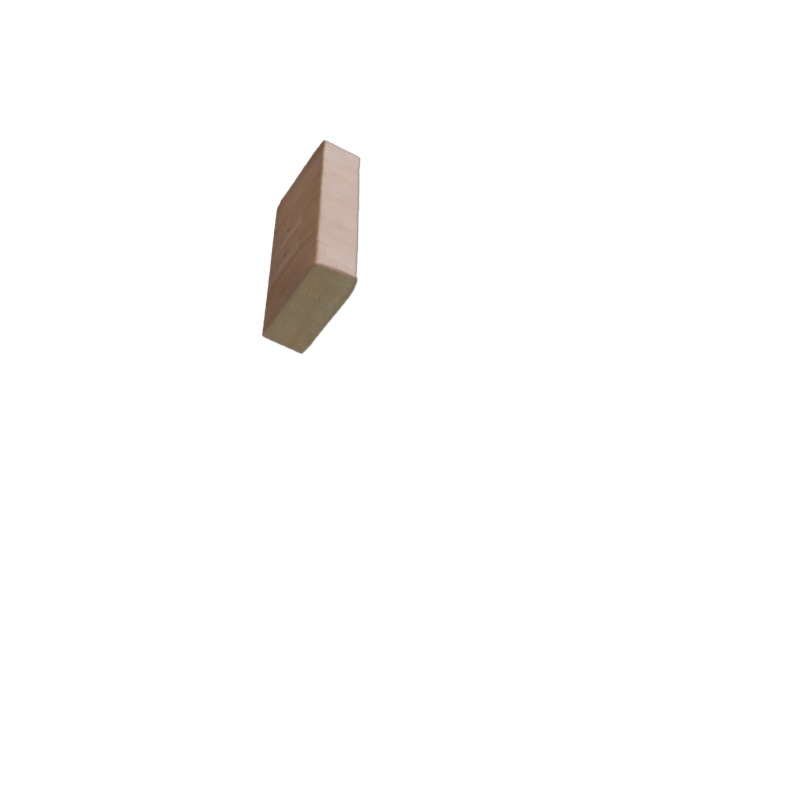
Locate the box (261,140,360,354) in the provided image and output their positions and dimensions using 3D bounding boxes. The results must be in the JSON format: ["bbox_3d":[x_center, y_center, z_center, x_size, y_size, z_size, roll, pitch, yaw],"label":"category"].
[{"bbox_3d":[-0.074,-0.135,0.944,0.046,0.189,0.091,23,-52,-24],"label":"box"}]
